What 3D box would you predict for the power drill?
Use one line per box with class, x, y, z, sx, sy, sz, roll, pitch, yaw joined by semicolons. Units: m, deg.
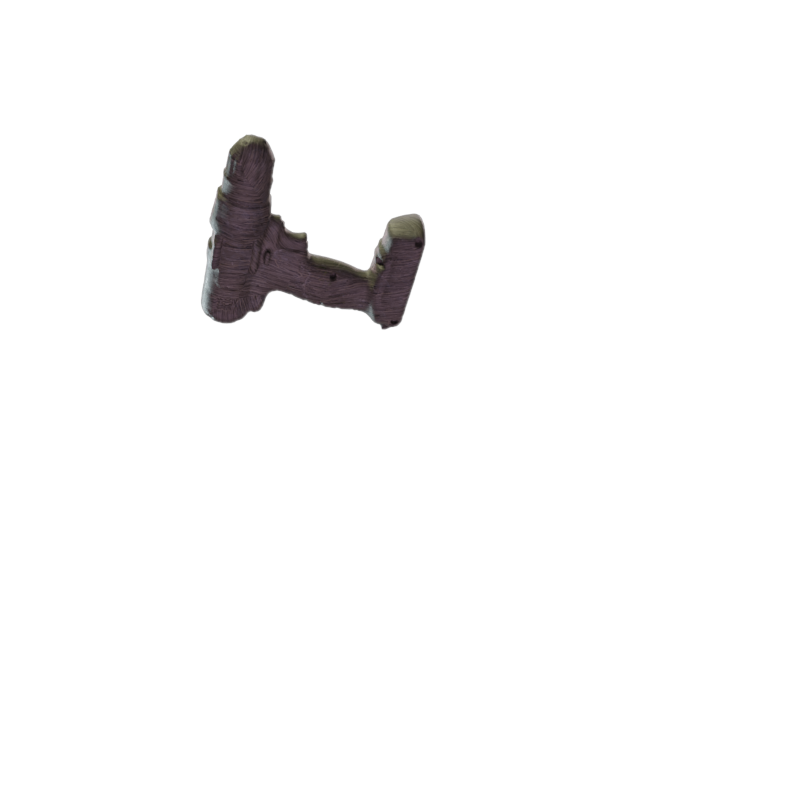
power drill;-0.077;-0.140;0.983;0.185;0.175;0.061;10;35;-8
